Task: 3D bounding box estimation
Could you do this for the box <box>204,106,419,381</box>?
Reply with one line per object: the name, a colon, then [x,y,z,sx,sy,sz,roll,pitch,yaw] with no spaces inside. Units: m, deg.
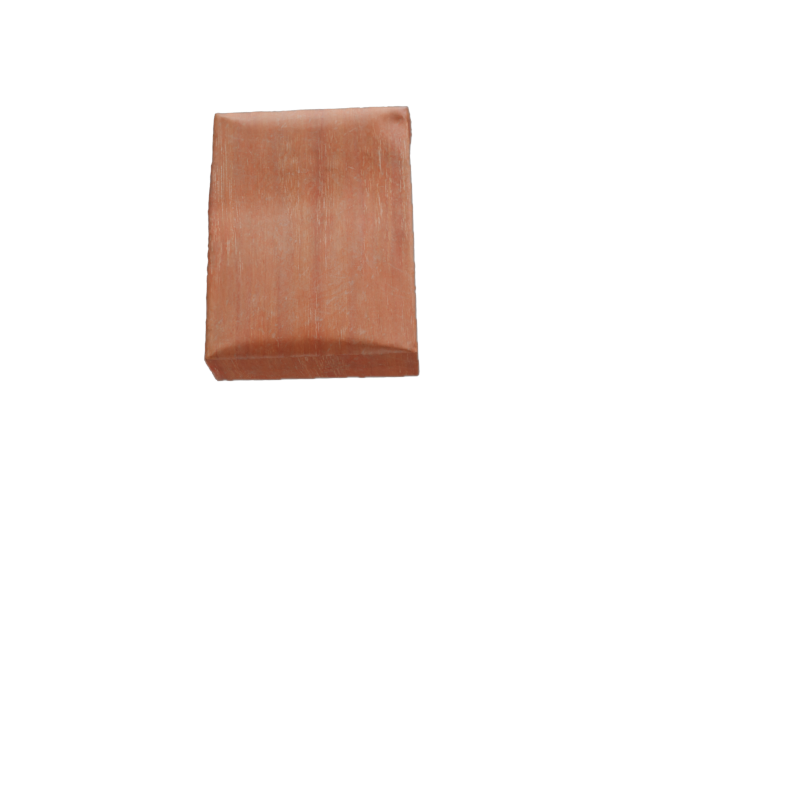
box: [-0.070,-0.127,0.888,0.165,0.224,0.068,-2,-20,3]
